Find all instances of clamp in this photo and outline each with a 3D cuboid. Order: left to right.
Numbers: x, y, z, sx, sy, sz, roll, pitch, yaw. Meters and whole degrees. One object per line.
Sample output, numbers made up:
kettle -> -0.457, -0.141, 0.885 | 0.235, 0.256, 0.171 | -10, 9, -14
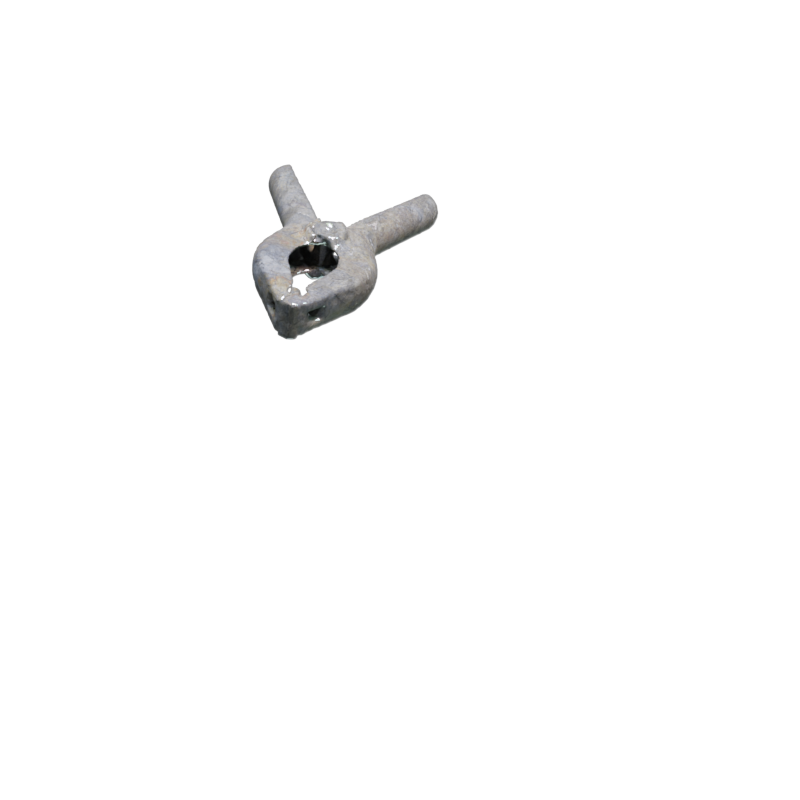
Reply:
clamp -> -0.057, -0.104, 0.727 | 0.124, 0.037, 0.177 | 13, 37, 18
